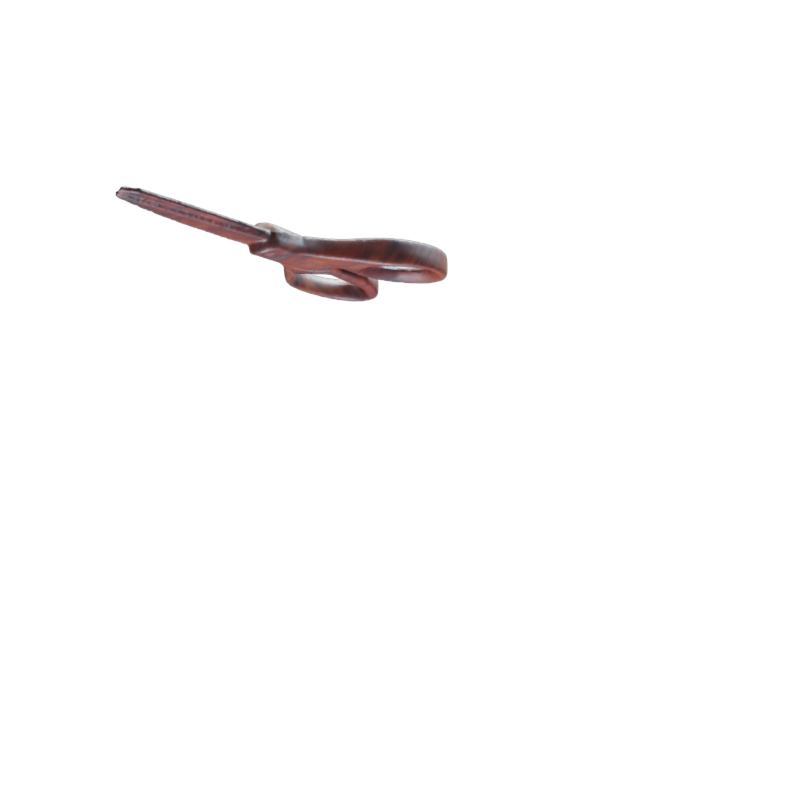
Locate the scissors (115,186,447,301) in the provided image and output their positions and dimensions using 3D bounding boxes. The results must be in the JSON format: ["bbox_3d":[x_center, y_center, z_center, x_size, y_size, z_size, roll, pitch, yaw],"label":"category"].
[{"bbox_3d":[-0.042,-0.076,0.531,0.098,0.016,0.192,-3,-9,20],"label":"scissors"}]
